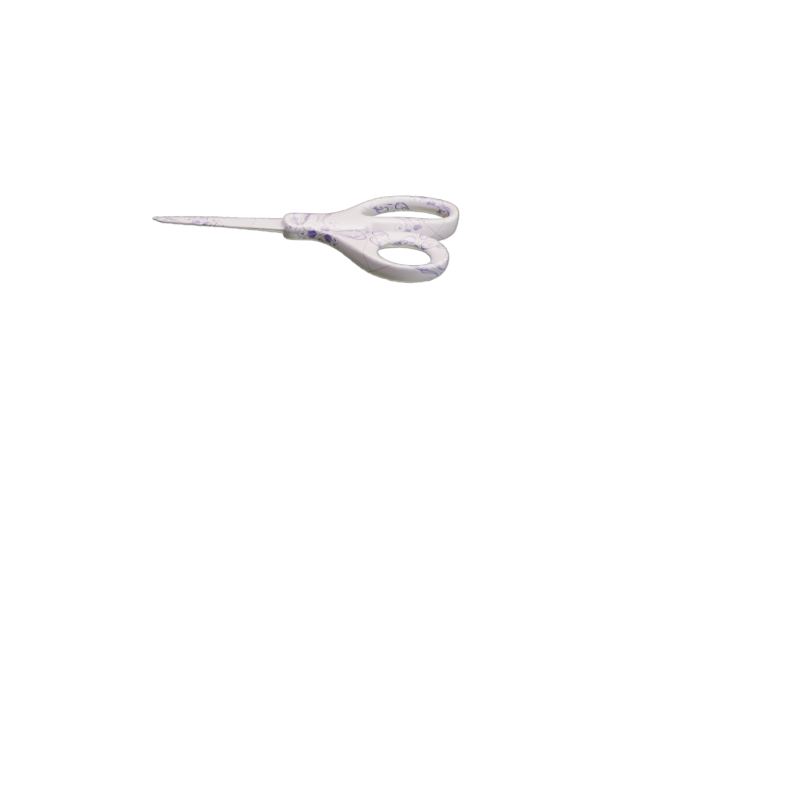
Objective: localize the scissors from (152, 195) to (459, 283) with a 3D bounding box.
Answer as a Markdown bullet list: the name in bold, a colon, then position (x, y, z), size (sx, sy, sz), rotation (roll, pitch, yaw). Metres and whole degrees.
- **scissors**: position (-0.056, -0.102, 0.716), size (0.200, 0.015, 0.104), rotation (-7, 39, -9)
